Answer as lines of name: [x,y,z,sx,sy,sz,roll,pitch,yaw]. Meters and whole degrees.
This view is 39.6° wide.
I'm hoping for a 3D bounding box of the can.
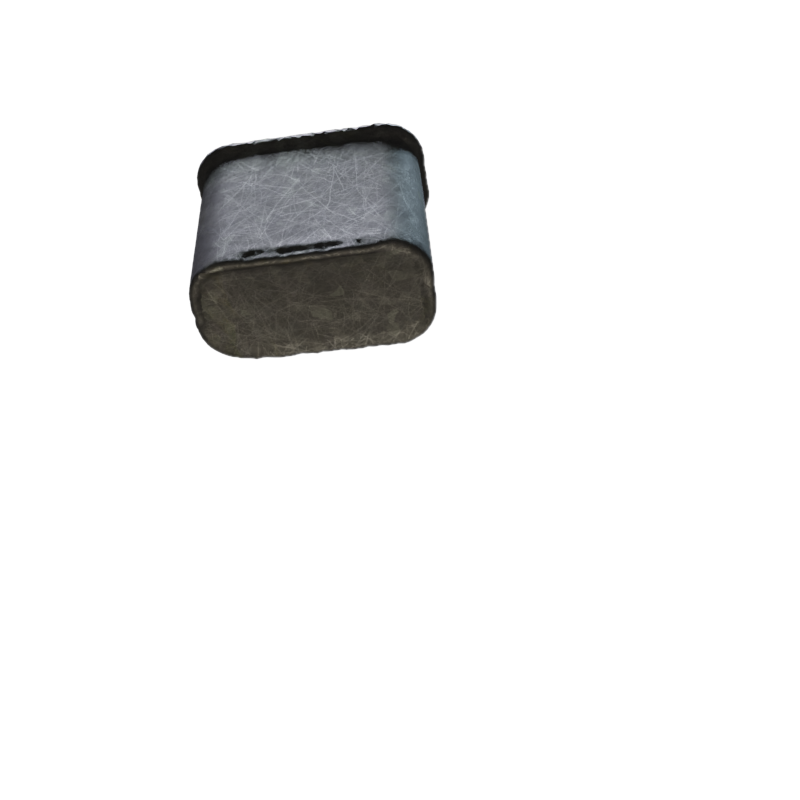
can: [-0.036,-0.066,0.466,0.102,0.053,0.090,-7,41,4]
